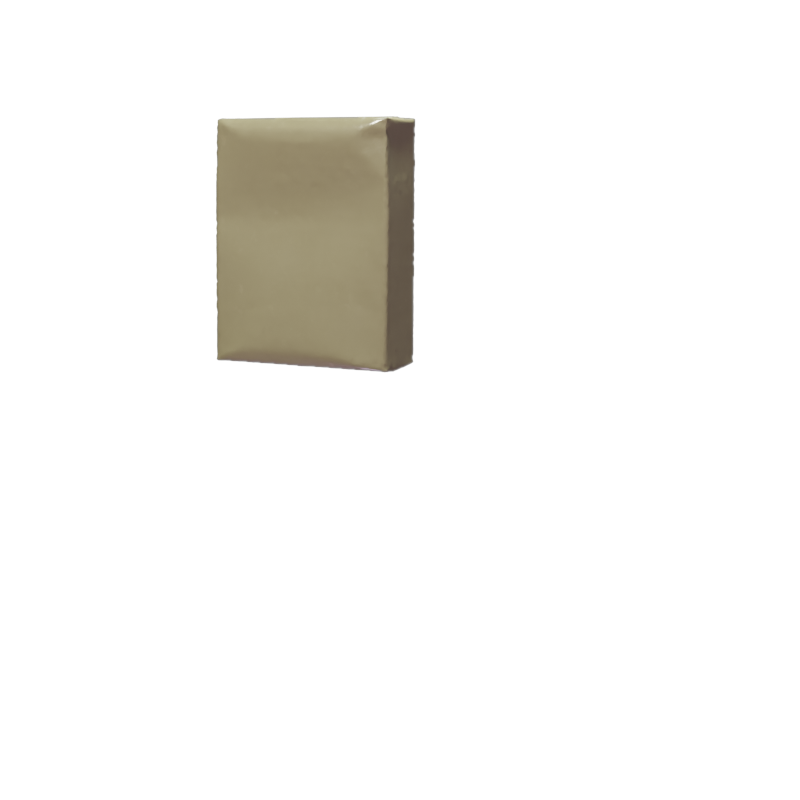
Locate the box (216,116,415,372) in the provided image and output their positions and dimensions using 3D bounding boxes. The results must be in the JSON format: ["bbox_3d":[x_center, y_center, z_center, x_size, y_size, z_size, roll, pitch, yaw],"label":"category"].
[{"bbox_3d":[-0.075,-0.137,0.957,0.169,0.211,0.070,4,6,24],"label":"box"}]
